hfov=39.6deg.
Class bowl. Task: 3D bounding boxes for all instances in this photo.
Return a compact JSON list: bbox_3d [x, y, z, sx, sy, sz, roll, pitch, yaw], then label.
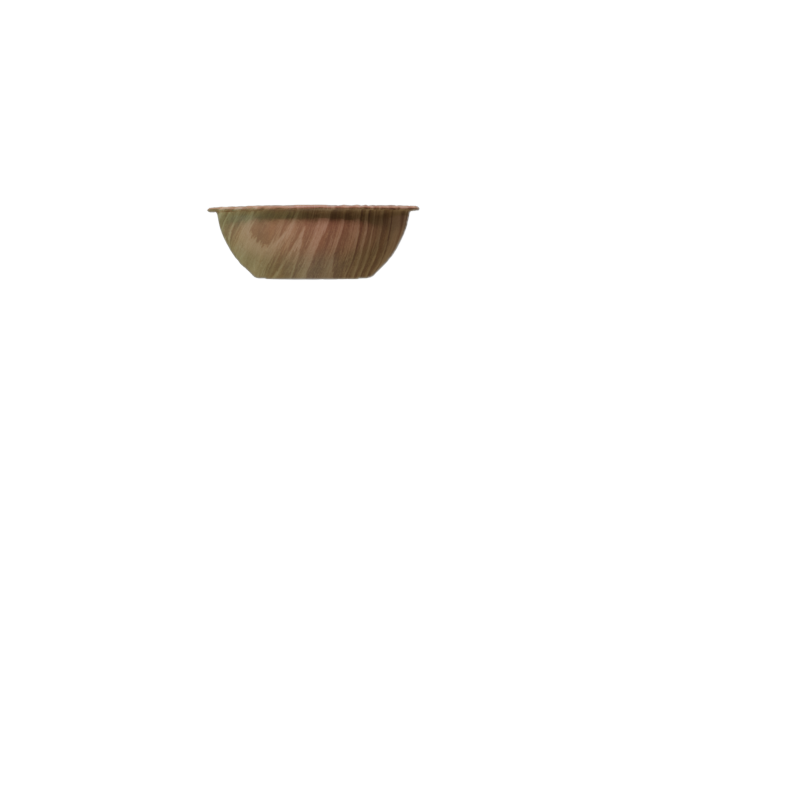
[{"bbox_3d":[-0.067,-0.121,0.849,0.162,0.054,0.164,0,8,-2],"label":"bowl"}]
